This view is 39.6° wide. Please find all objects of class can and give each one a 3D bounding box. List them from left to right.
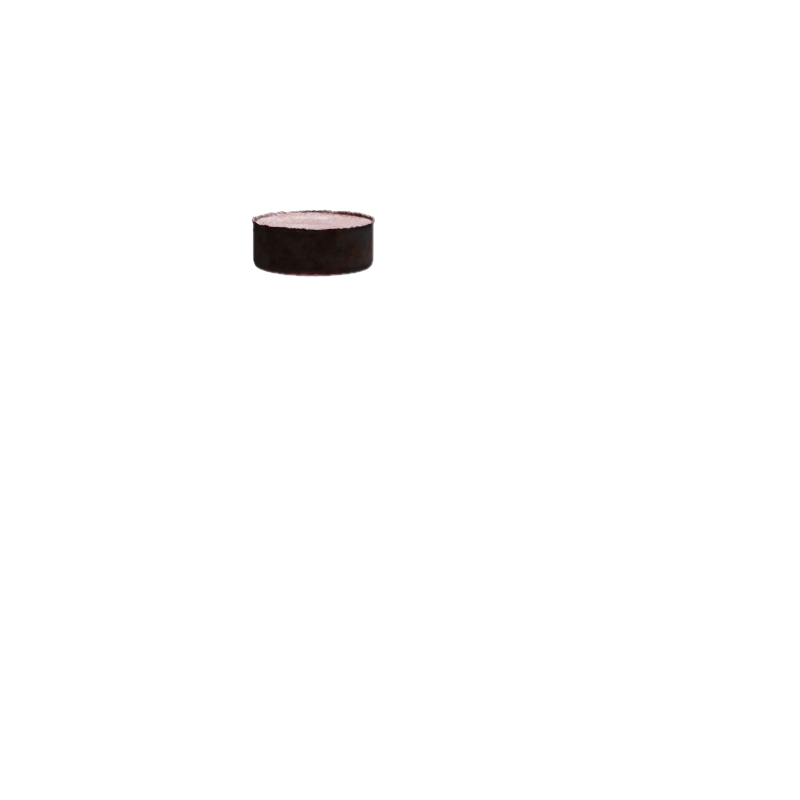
[{"bbox_3d":[-0.061,-0.111,0.774,0.086,0.033,0.089,-1,17,-2],"label":"can"}]
